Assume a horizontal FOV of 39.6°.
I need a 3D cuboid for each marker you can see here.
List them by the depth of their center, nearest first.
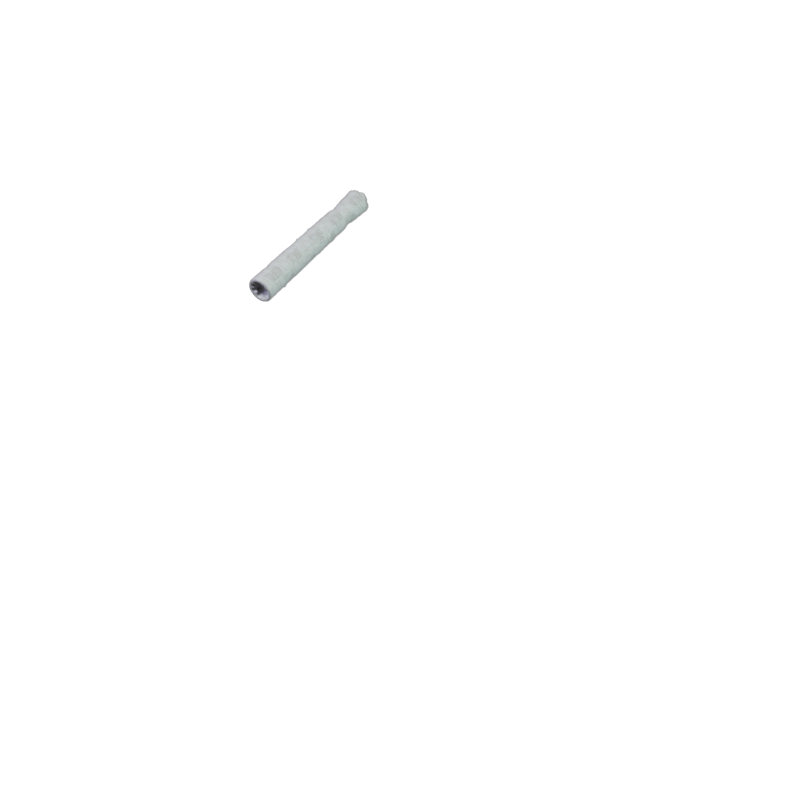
[{"bbox_3d":[-0.060,-0.110,0.768,0.021,0.019,0.124,3,39,41],"label":"marker"}]
